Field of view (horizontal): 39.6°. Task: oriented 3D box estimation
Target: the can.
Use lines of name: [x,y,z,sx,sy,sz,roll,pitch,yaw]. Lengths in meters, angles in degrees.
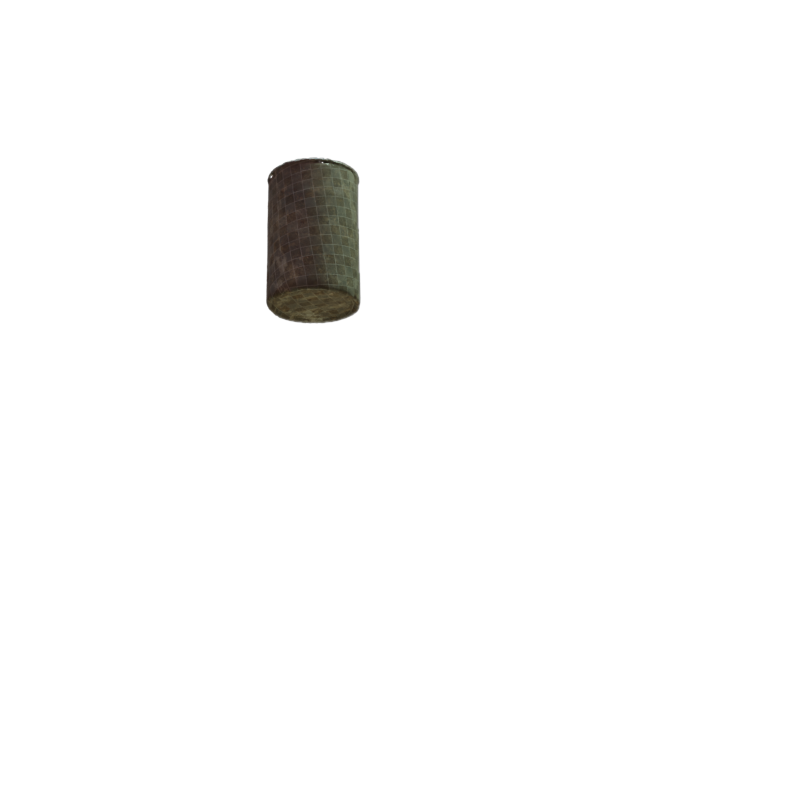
can: [-0.063,-0.114,0.799,0.068,0.108,0.065,0,-22,-2]
